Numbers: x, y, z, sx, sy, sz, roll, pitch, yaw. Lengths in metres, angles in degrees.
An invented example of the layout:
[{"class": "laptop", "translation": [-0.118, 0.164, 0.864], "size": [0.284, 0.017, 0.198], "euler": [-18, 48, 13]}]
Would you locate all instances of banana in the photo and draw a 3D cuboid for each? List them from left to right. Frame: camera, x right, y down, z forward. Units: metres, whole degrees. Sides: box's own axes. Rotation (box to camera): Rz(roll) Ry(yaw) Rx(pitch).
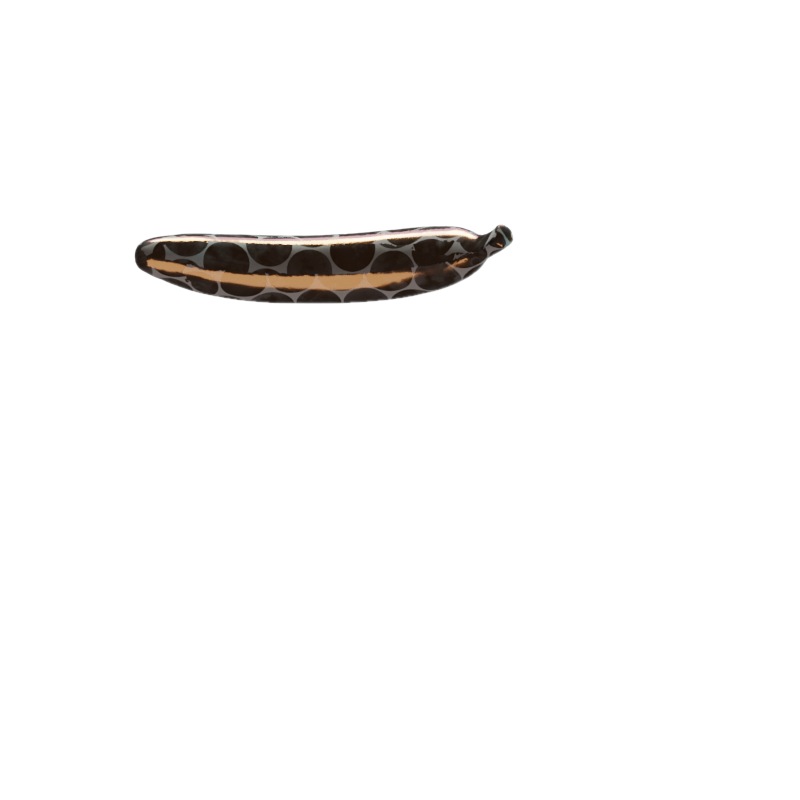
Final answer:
[{"class": "banana", "translation": [-0.040, -0.077, 0.599], "size": [0.199, 0.039, 0.065], "euler": [-3, -24, 8]}]
